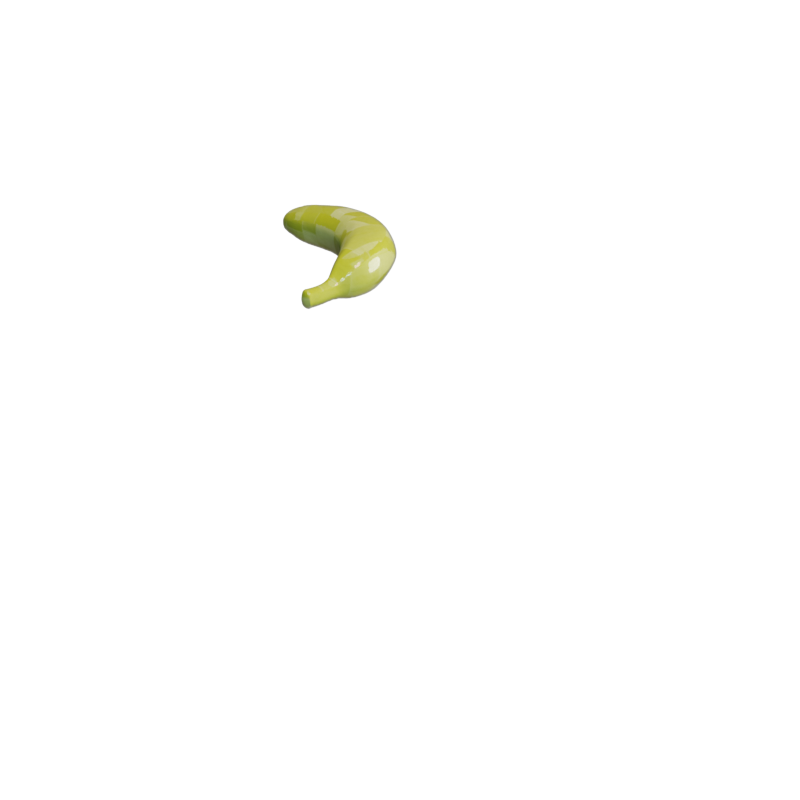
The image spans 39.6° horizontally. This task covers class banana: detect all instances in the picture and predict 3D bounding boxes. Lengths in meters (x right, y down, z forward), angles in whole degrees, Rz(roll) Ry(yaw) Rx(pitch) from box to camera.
[{"bbox_3d":[-0.041,-0.109,0.768,0.069,0.035,0.207,-3,21,-8],"label":"banana"}]
